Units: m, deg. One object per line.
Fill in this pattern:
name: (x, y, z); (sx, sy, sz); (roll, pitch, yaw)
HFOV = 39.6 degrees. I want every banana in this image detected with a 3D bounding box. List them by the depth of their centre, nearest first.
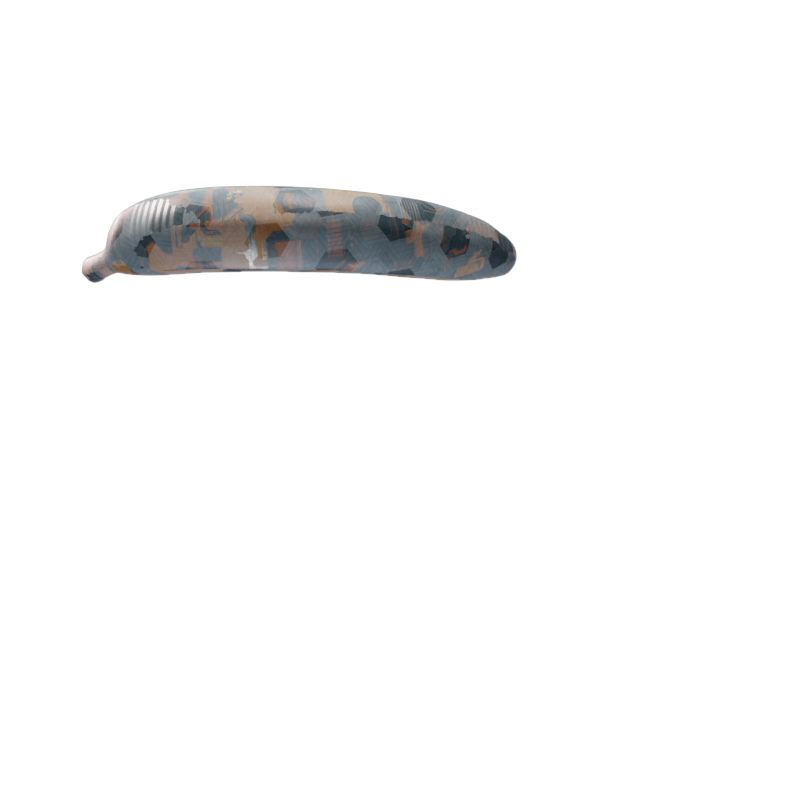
banana: (-0.039, -0.071, 0.479); (0.196, 0.037, 0.069); (0, -1, -7)
